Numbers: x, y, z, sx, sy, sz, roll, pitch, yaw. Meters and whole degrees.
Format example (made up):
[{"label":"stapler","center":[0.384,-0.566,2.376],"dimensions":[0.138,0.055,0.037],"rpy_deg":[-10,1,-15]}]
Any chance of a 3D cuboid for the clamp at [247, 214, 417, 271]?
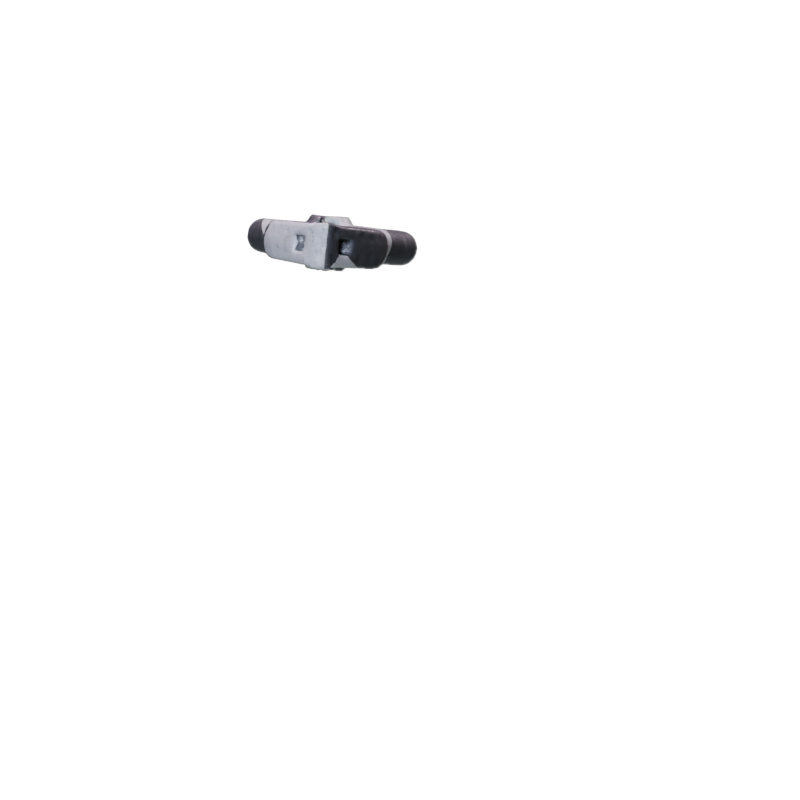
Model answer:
[{"label":"clamp","center":[-0.057,-0.104,0.731],"dimensions":[0.122,0.039,0.170],"rpy_deg":[1,5,9]}]
